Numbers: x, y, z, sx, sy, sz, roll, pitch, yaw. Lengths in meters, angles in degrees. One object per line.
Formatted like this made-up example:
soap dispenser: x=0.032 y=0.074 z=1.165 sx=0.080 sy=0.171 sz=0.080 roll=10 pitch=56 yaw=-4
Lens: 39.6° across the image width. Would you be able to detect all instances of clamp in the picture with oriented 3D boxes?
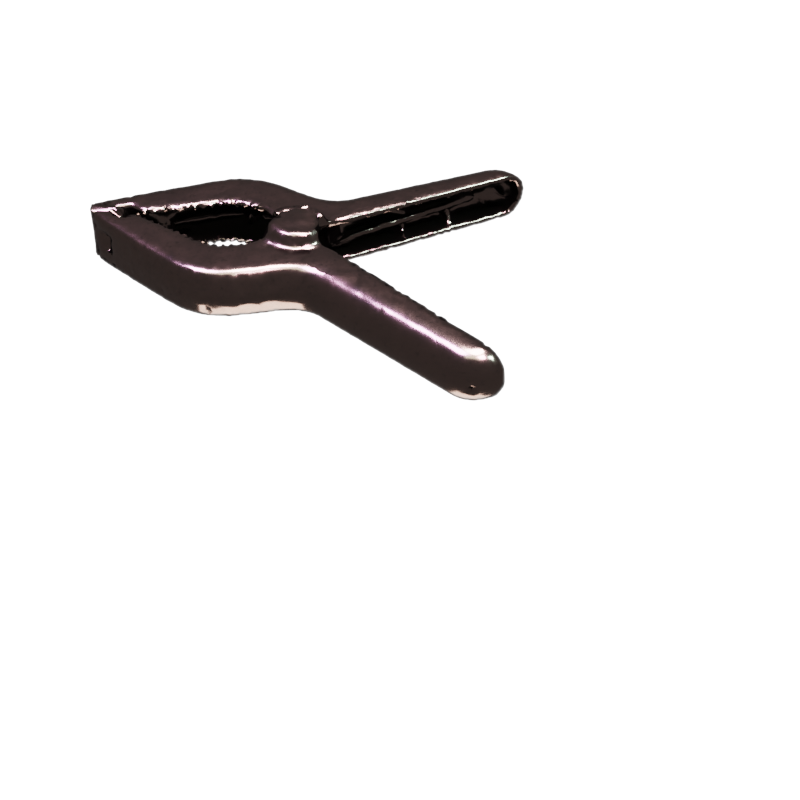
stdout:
clamp: x=-0.041 y=-0.075 z=0.528 sx=0.215 sy=0.034 sz=0.171 roll=11 pitch=38 yaw=14
